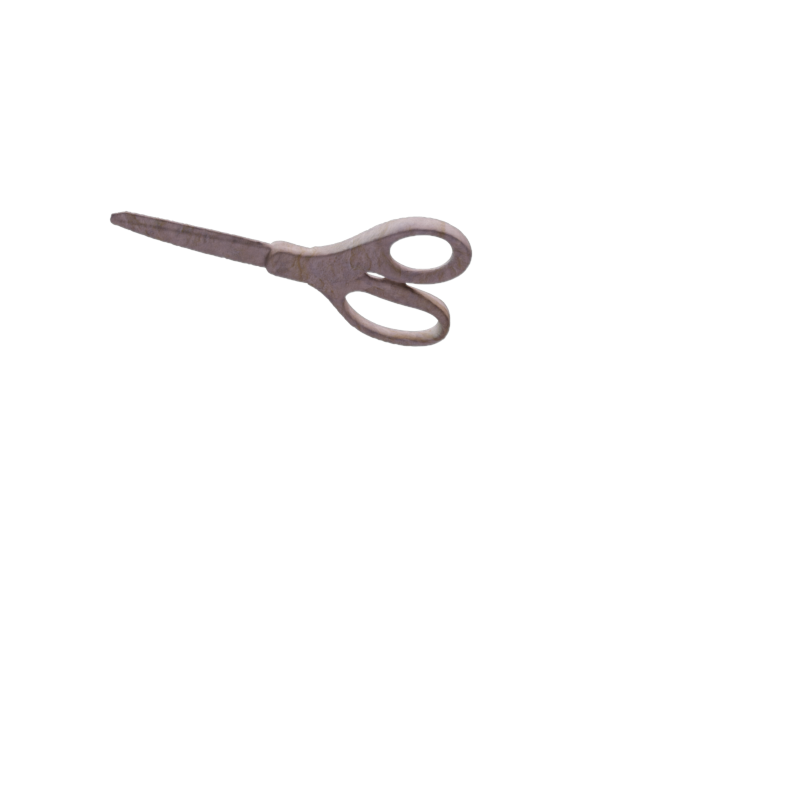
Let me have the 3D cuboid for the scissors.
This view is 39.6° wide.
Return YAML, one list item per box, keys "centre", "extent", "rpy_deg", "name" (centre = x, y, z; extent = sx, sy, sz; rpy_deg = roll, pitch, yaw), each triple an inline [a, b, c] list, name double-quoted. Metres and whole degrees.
- centre: [-0.047, -0.087, 0.607]
  extent: [0.193, 0.017, 0.094]
  rpy_deg: [26, -53, -21]
  name: "scissors"
